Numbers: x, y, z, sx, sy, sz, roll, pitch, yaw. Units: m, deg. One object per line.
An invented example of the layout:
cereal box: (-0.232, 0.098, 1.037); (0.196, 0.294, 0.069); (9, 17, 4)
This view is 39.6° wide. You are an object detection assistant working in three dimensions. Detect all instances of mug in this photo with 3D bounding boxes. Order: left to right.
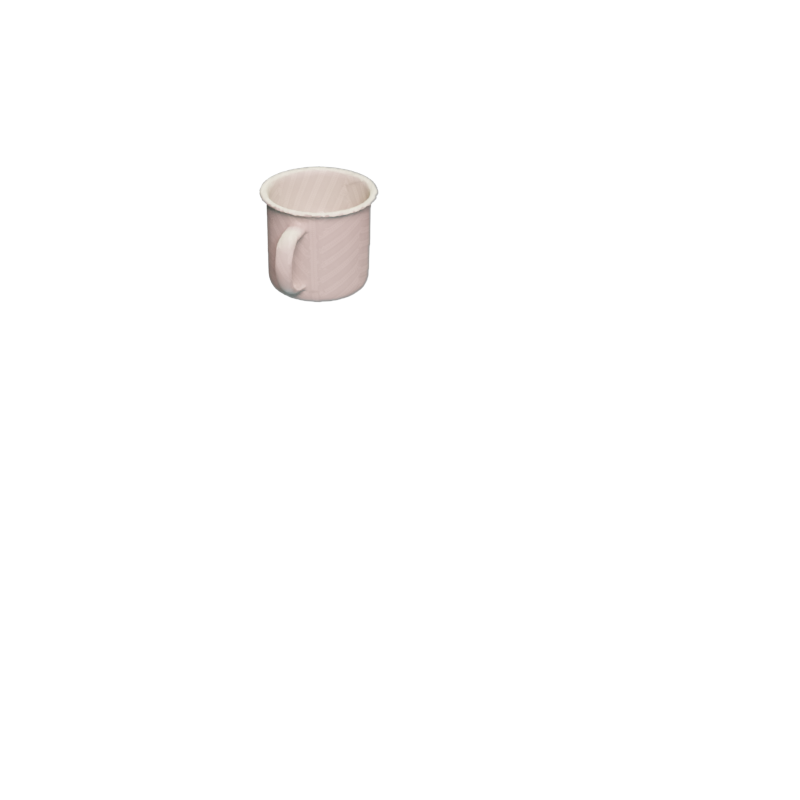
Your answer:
mug: (-0.069, -0.125, 0.875); (0.096, 0.077, 0.121); (10, 33, 15)
